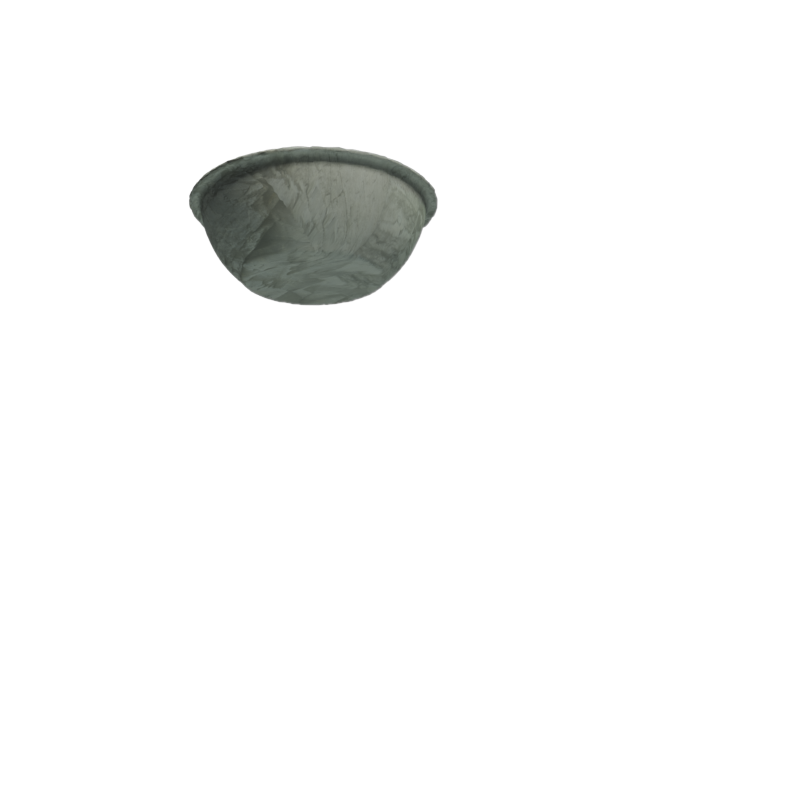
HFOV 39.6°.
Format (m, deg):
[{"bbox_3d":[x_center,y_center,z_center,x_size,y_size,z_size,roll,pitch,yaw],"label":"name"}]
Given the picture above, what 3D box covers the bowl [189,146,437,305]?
[{"bbox_3d":[-0.056,-0.102,0.714,0.162,0.058,0.155,0,-17,-2],"label":"bowl"}]
